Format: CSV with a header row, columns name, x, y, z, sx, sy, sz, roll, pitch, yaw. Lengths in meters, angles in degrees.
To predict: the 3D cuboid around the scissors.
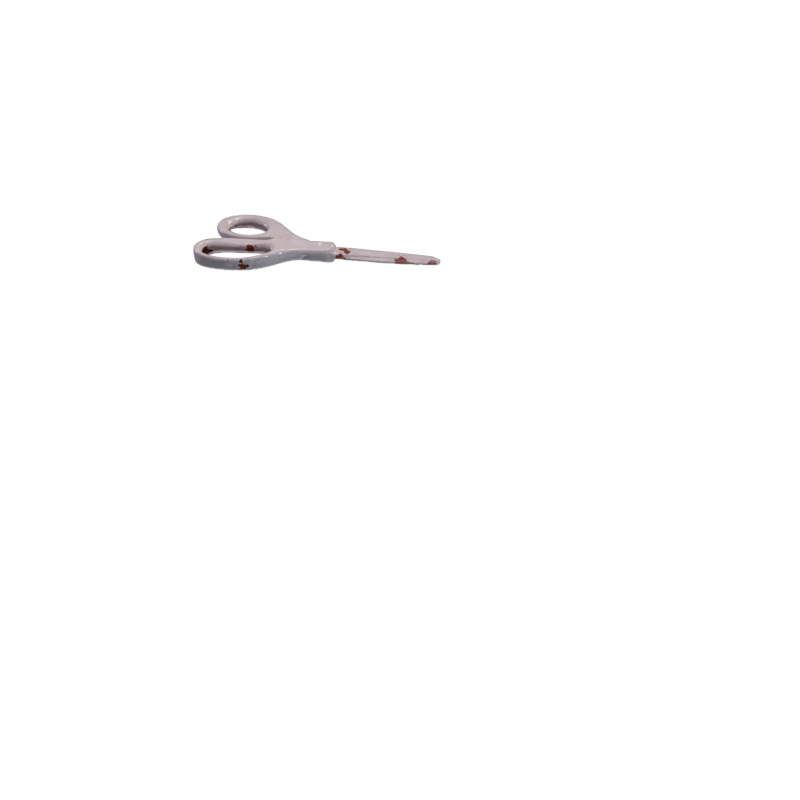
name,x,y,z,sx,sy,sz,roll,pitch,yaw
scissors,-0.074,-0.134,0.940,0.200,0.015,0.103,-3,33,-4
